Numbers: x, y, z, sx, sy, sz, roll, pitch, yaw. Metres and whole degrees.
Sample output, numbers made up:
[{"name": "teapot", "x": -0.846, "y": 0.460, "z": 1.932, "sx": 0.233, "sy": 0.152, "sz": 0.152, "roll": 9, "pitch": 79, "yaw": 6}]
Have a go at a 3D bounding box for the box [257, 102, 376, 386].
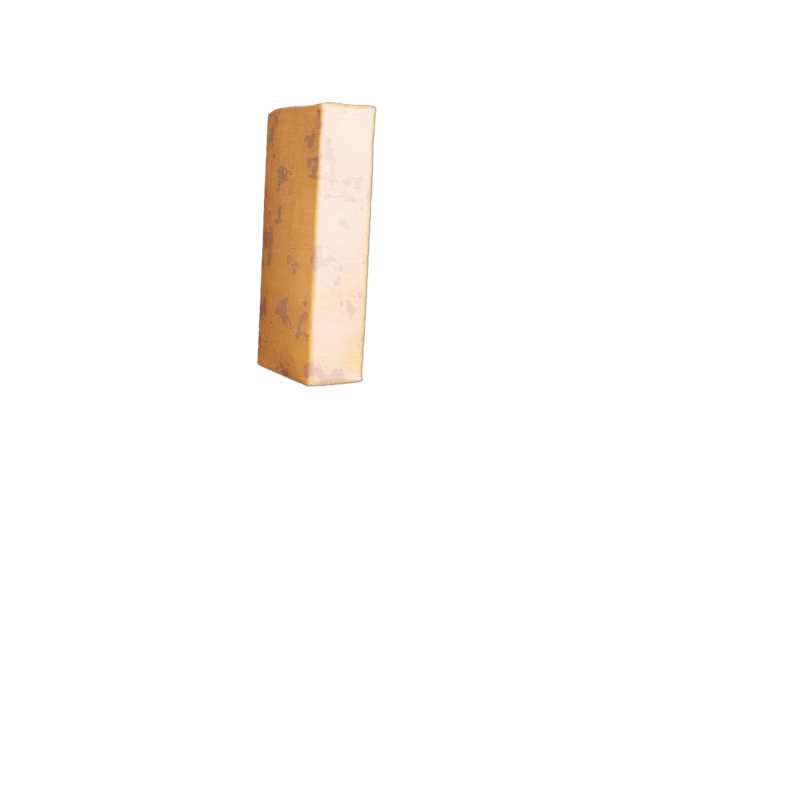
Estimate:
[{"name": "box", "x": -0.057, "y": -0.104, "z": 0.725, "sx": 0.047, "sy": 0.175, "sz": 0.097, "roll": -1, "pitch": 5, "yaw": -27}]
